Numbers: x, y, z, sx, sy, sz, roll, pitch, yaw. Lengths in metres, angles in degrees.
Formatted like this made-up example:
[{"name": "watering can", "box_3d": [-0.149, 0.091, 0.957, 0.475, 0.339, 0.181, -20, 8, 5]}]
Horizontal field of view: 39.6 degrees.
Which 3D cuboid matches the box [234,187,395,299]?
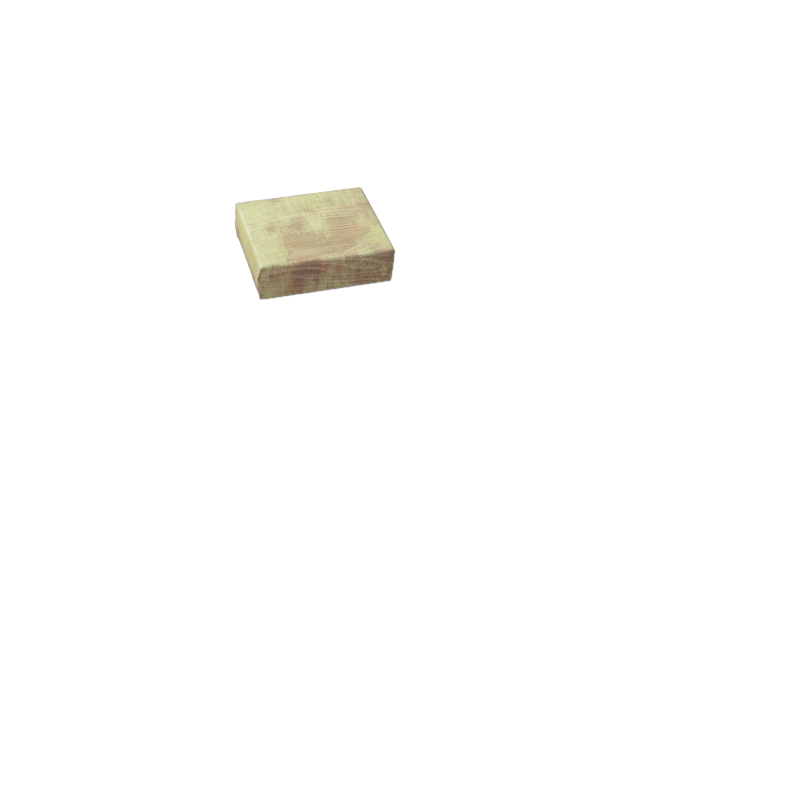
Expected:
[{"name": "box", "box_3d": [-0.071, -0.129, 0.903, 0.112, 0.036, 0.097, -12, 43, -13]}]
